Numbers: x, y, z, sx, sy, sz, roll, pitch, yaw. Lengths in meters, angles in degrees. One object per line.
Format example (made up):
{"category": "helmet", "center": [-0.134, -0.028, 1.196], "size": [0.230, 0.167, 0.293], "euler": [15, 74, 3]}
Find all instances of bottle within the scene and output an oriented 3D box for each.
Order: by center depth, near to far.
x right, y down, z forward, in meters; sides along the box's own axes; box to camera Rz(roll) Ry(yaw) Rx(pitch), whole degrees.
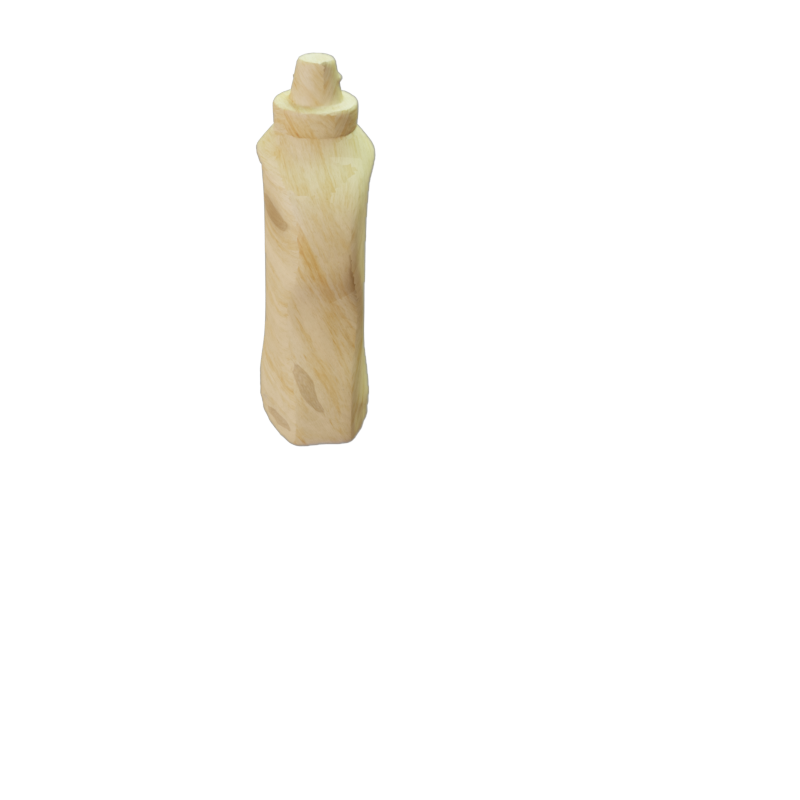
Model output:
{"category": "bottle", "center": [-0.043, -0.080, 0.559], "size": [0.058, 0.181, 0.102], "euler": [-2, 29, -7]}
